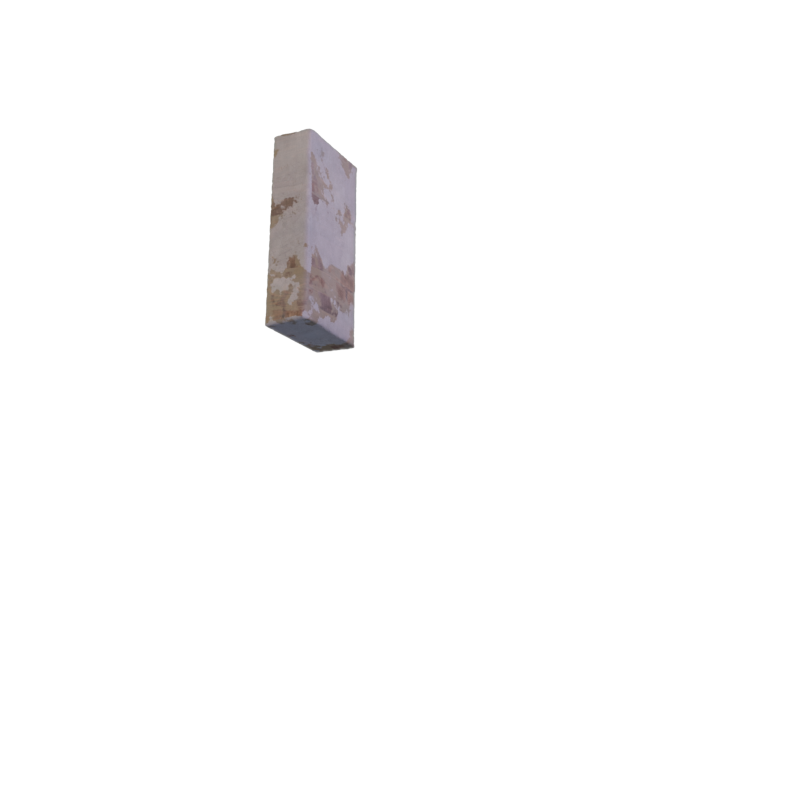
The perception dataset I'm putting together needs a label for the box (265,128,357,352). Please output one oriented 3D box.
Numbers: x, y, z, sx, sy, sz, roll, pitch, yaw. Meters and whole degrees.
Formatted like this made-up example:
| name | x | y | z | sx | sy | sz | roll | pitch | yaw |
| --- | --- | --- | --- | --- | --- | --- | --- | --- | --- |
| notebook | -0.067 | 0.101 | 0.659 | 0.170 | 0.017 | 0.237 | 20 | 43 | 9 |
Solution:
| name | x | y | z | sx | sy | sz | roll | pitch | yaw |
| --- | --- | --- | --- | --- | --- | --- | --- | --- | --- |
| box | -0.077 | -0.139 | 0.977 | 0.049 | 0.185 | 0.087 | -12 | -23 | 24 |
